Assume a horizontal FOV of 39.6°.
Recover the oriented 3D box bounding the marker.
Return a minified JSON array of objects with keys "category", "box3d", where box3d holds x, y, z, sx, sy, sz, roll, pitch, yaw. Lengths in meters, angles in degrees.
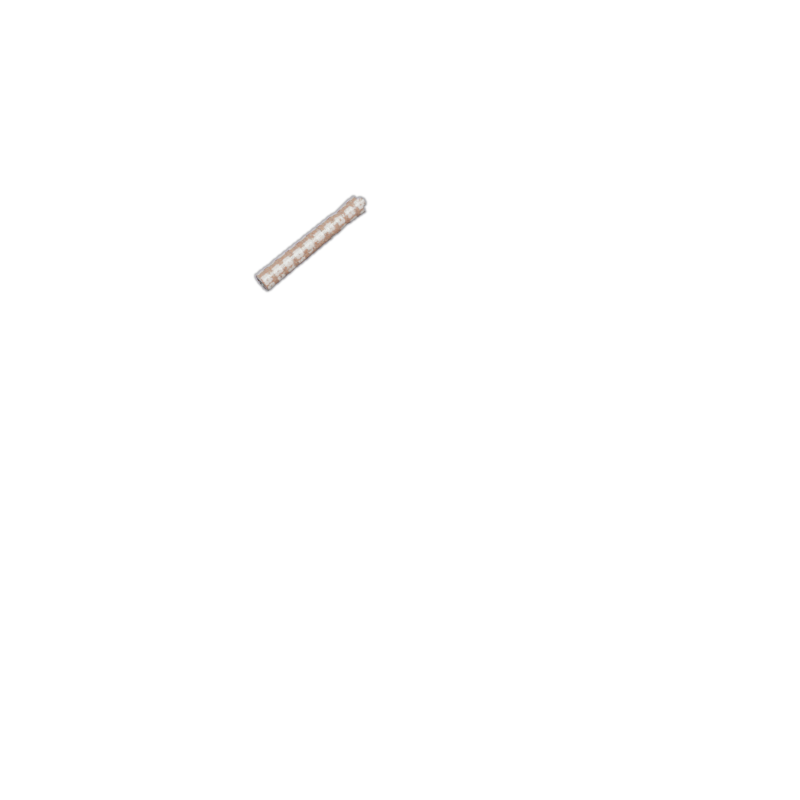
[{"category":"marker","box3d":[-0.078,-0.141,0.990,0.122,0.019,0.020,-41,15,-12]}]
